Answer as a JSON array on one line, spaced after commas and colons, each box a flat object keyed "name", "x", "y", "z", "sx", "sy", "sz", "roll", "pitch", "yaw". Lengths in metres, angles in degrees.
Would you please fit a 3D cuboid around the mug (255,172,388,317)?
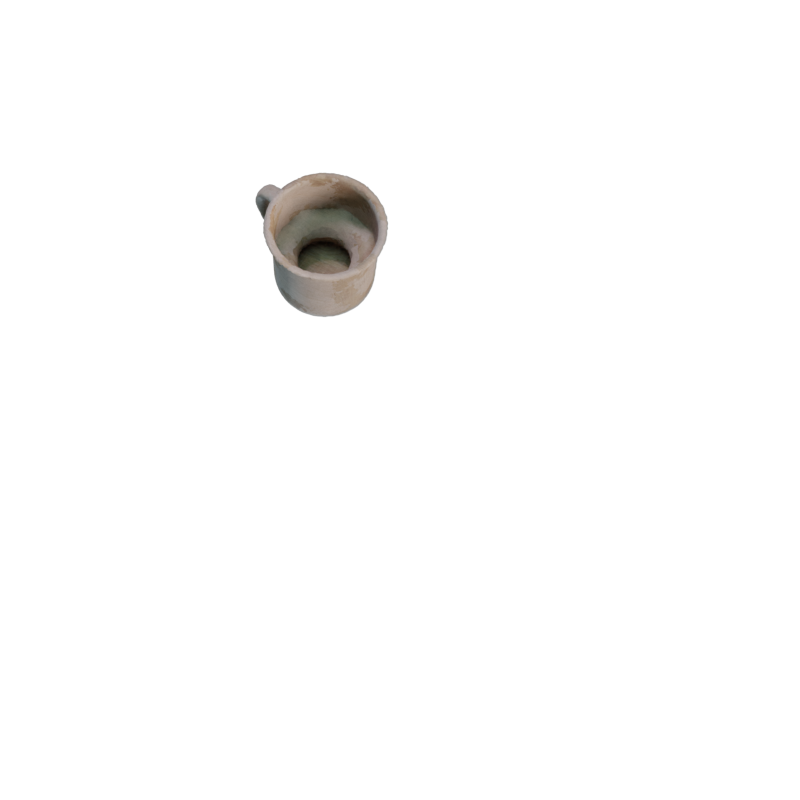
[{"name": "mug", "x": -0.068, "y": -0.123, "z": 0.864, "sx": 0.122, "sy": 0.095, "sz": 0.077, "roll": 37, "pitch": -21, "yaw": 15}]
